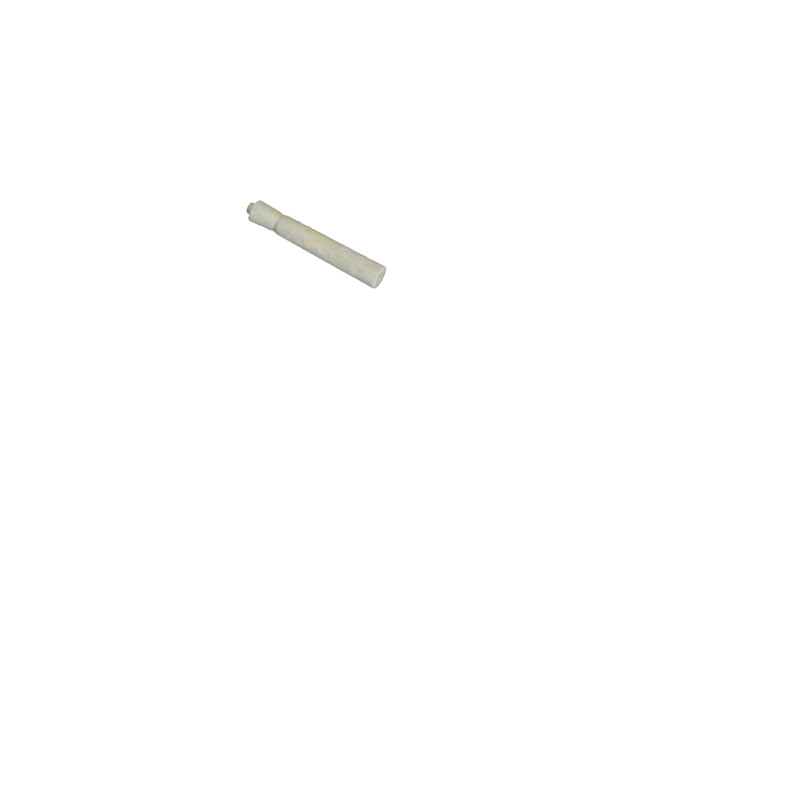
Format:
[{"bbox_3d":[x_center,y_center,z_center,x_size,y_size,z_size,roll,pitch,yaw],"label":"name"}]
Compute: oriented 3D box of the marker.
[{"bbox_3d":[-0.067,-0.122,0.852,0.126,0.019,0.019,30,13,18],"label":"marker"}]
